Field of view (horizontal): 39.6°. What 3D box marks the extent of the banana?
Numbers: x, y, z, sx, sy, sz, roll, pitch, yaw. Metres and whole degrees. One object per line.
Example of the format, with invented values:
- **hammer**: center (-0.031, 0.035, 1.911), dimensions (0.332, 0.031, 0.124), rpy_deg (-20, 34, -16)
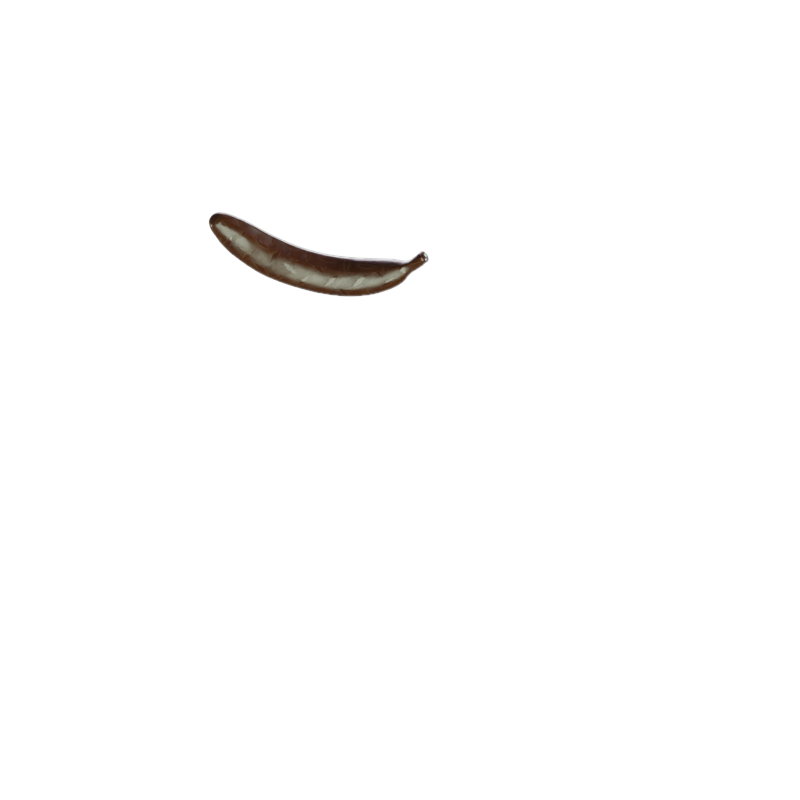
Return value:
- **banana**: center (-0.079, -0.128, 1.005), dimensions (0.195, 0.066, 0.039), rpy_deg (9, 38, -7)
